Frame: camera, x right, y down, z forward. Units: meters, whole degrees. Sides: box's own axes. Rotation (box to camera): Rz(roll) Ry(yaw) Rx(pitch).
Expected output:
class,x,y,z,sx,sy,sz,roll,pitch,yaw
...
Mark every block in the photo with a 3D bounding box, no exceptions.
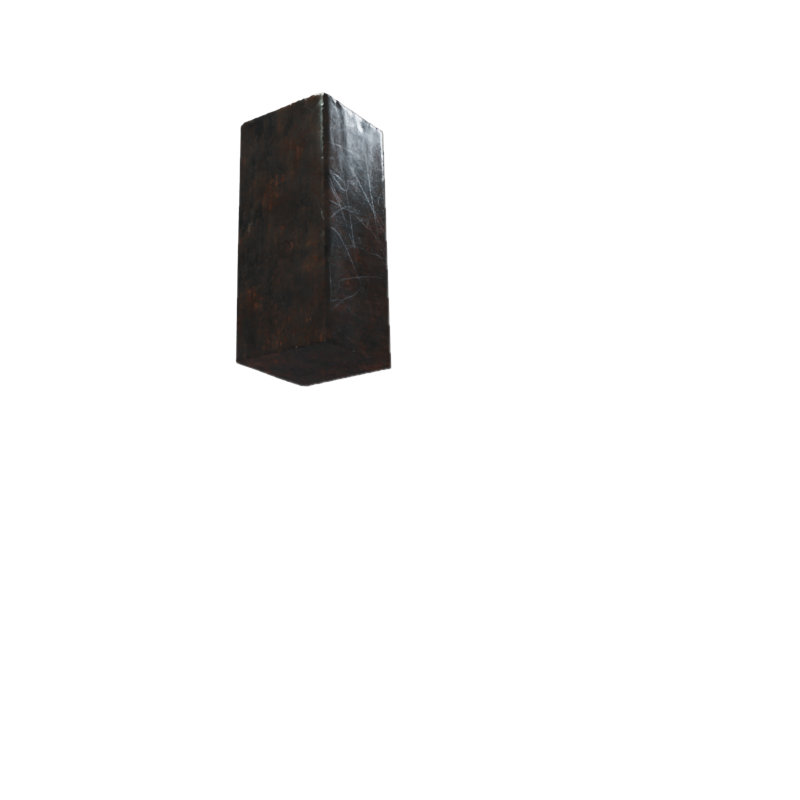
class,x,y,z,sx,sy,sz,roll,pitch,yaw
block,-0.070,-0.127,0.888,0.092,0.217,0.084,-15,-25,32
